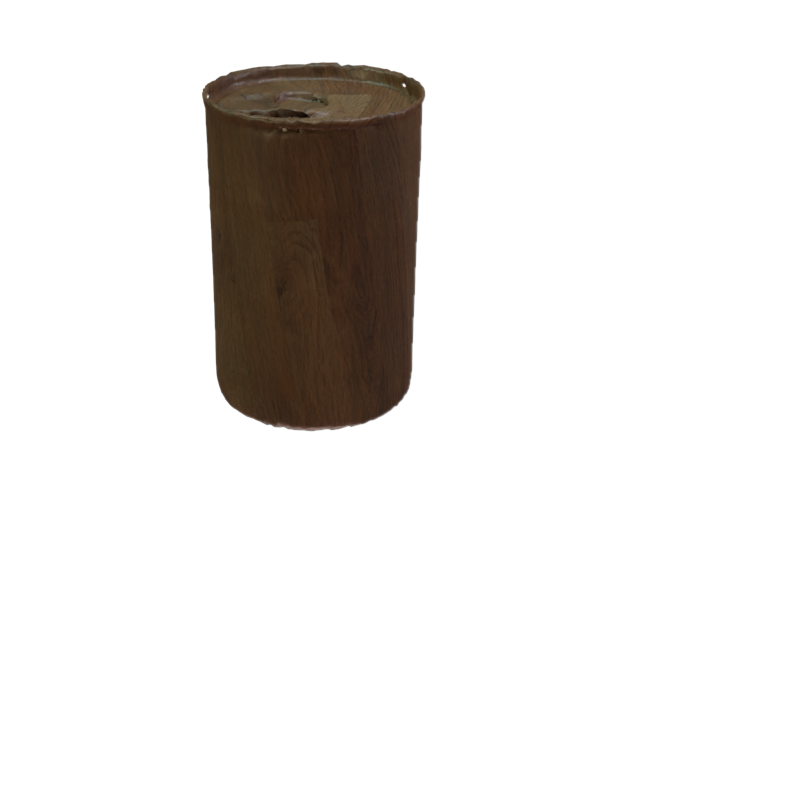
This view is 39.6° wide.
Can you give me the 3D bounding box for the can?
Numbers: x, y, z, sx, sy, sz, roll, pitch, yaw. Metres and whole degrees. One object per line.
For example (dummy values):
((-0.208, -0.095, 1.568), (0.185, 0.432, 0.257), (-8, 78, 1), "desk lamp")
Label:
((-0.028, -0.051, 0.357), (0.068, 0.097, 0.072), (0, 26, -2), "can")
